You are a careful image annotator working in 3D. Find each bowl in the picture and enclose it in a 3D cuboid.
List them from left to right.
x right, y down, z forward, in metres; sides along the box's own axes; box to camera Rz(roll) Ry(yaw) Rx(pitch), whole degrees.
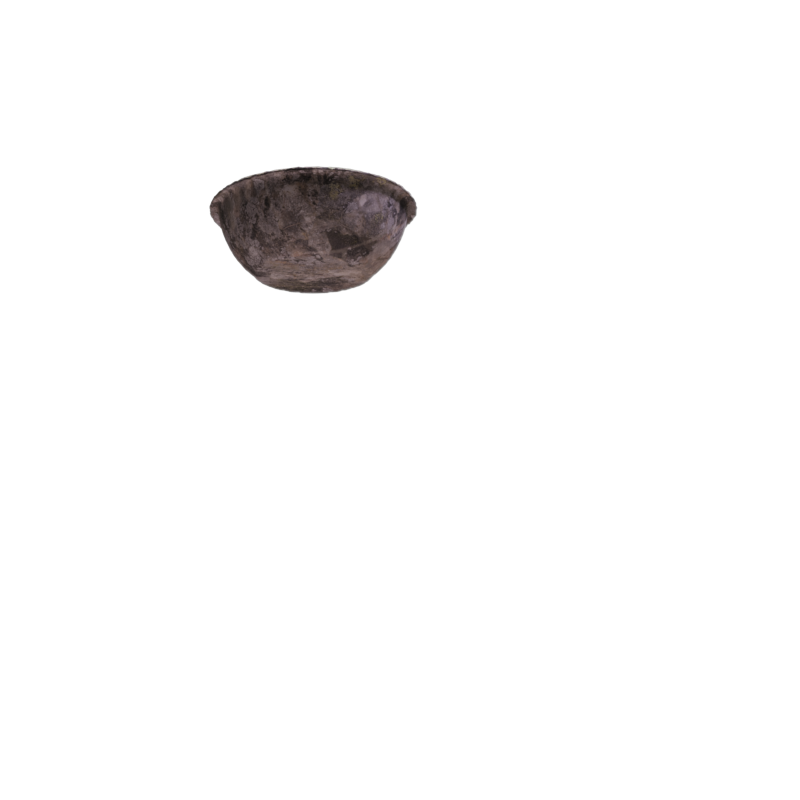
[{"bbox_3d":[-0.067,-0.122,0.855,0.162,0.057,0.156,0,-15,-2],"label":"bowl"}]
